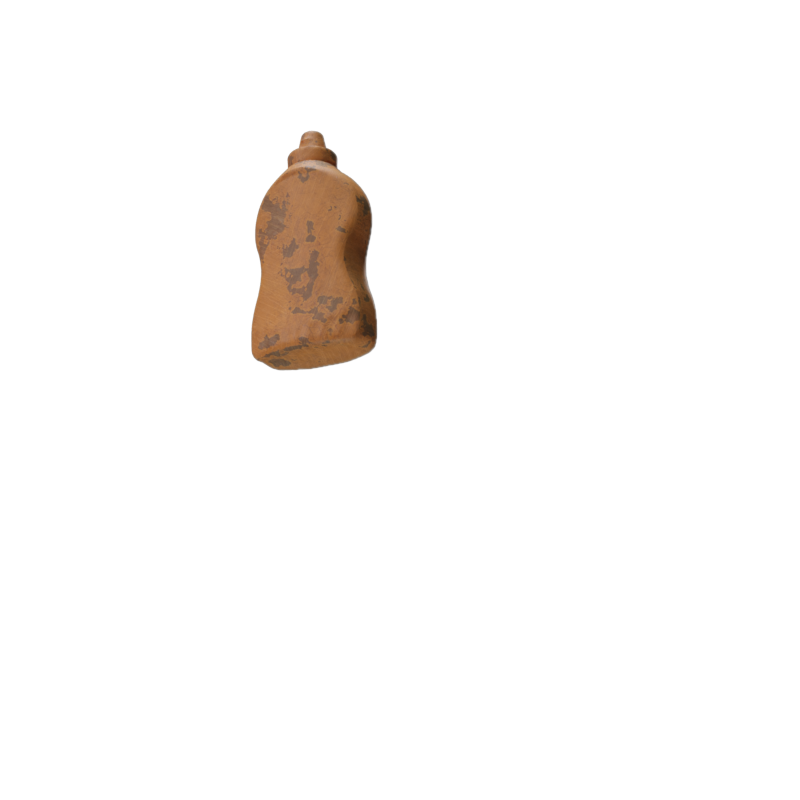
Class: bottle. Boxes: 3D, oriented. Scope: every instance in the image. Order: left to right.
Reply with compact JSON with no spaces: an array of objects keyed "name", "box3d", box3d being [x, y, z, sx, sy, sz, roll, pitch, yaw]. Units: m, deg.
[{"name":"bottle","box3d":[-0.068,-0.124,0.869,0.098,0.202,0.054,-14,-26,27]}]
